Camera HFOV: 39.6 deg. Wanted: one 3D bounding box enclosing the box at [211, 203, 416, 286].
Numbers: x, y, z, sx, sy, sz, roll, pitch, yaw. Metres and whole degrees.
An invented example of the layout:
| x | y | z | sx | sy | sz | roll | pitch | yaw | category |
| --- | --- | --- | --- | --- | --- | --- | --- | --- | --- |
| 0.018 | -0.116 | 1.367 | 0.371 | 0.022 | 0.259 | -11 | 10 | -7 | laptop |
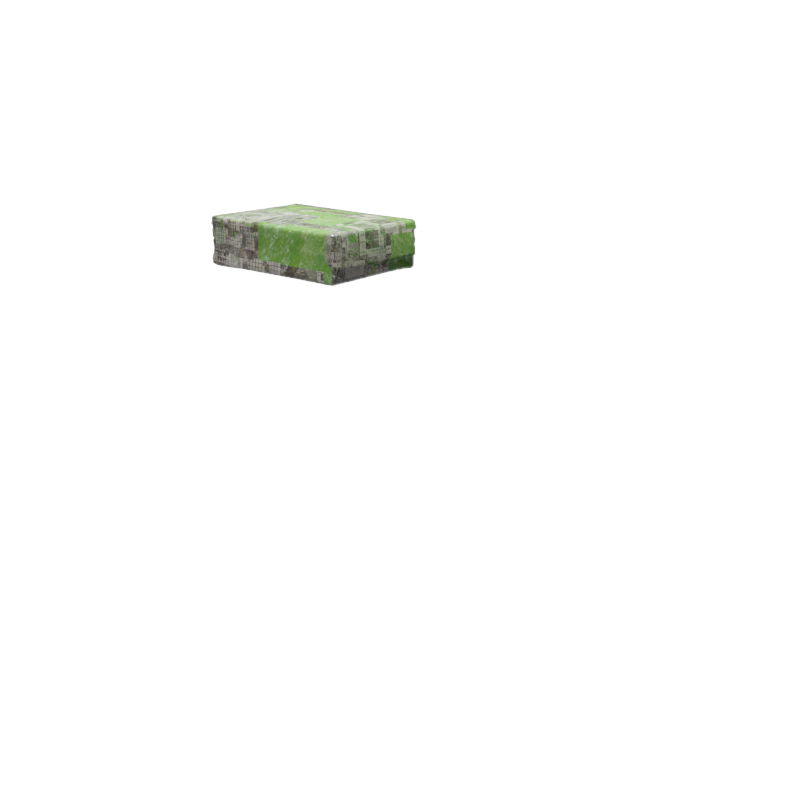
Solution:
| x | y | z | sx | sy | sz | roll | pitch | yaw | category |
| --- | --- | --- | --- | --- | --- | --- | --- | --- | --- |
| -0.060 | -0.109 | 0.764 | 0.119 | 0.038 | 0.088 | 12 | 18 | 37 | box |
